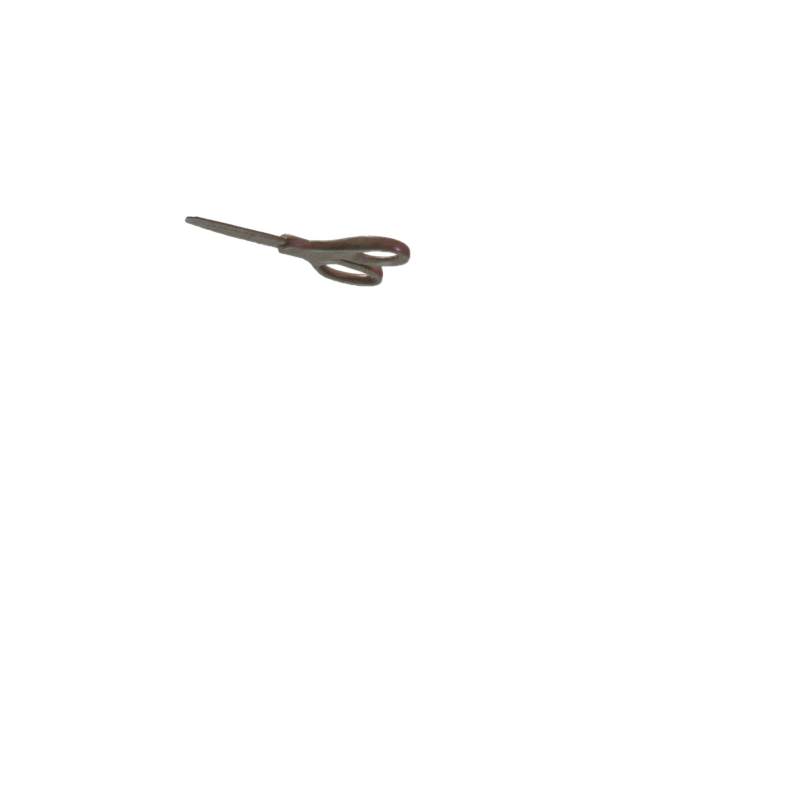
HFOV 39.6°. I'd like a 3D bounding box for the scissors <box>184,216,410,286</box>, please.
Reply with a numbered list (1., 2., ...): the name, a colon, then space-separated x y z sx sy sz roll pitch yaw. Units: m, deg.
1. scissors: -0.072 -0.131 0.917 0.098 0.016 0.189 -13 -21 38
